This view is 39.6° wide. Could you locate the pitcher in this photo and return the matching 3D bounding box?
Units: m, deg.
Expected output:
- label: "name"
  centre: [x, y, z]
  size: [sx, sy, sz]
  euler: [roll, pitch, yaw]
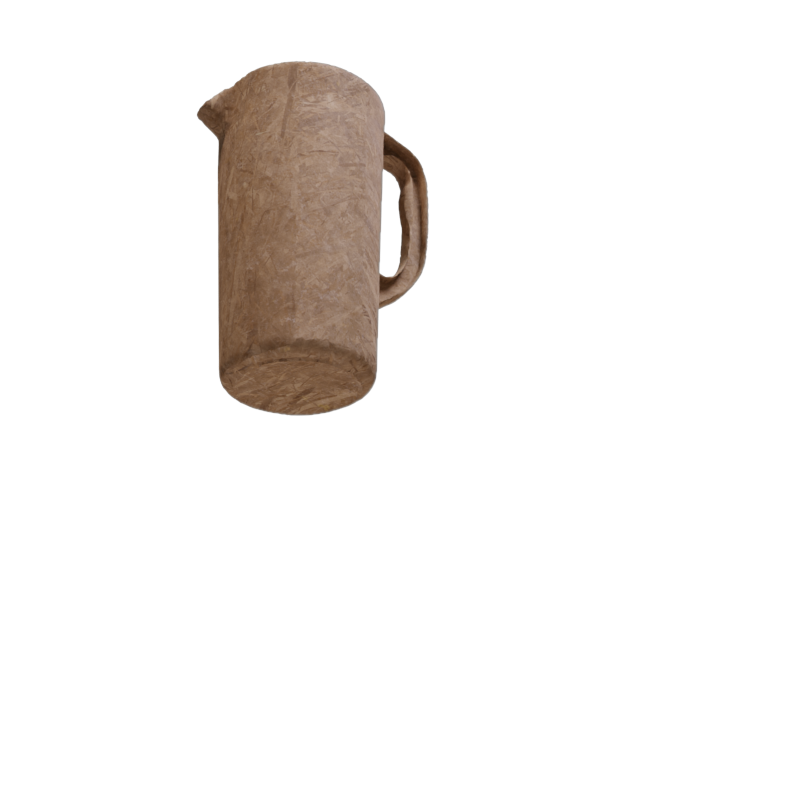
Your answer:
- label: "pitcher"
  centre: [-0.064, -0.117, 0.817]
  size: [0.151, 0.259, 0.134]
  euler: [-11, -31, 15]
